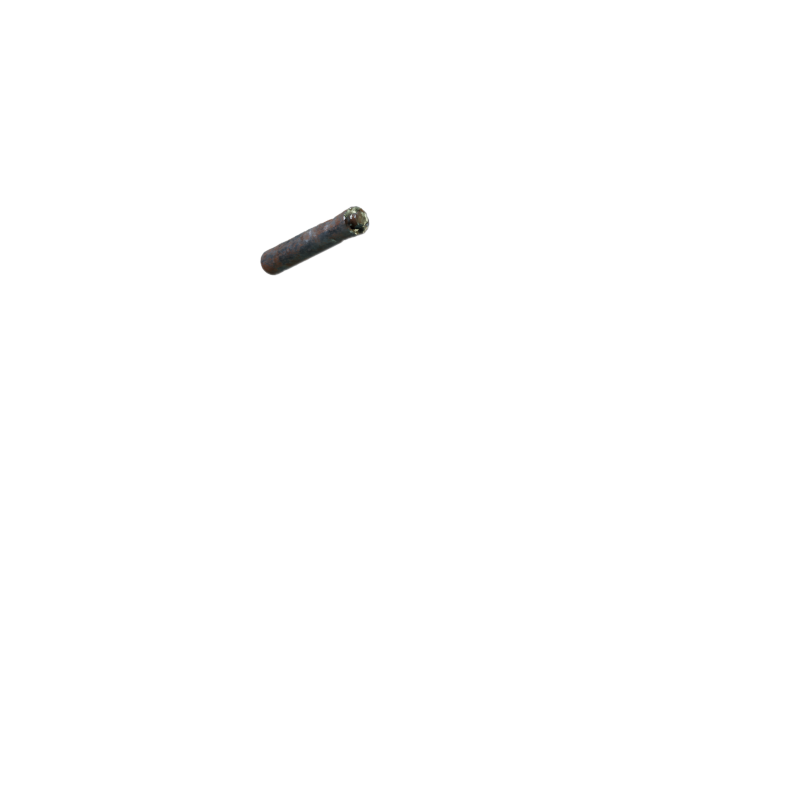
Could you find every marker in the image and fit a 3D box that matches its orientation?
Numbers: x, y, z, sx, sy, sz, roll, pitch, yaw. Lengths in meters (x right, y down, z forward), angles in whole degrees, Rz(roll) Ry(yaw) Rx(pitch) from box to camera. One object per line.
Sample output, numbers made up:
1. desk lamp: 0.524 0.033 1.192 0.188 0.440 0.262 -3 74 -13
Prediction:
1. marker: -0.058 -0.105 0.738 0.019 0.020 0.122 -2 -6 -34
